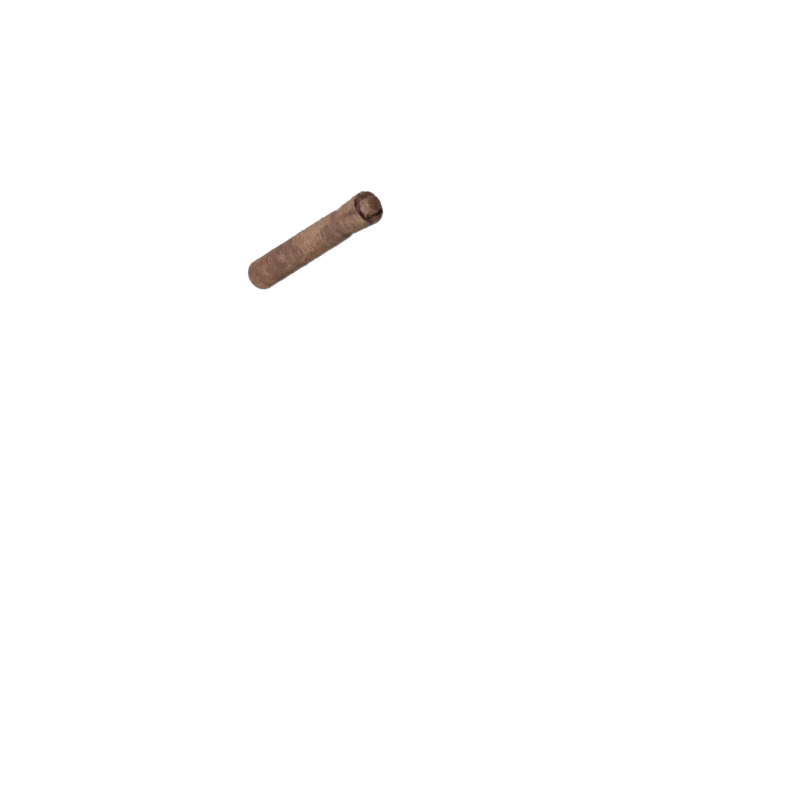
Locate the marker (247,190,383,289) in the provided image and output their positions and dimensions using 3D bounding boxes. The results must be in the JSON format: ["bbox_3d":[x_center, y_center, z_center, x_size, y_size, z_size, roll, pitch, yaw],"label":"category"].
[{"bbox_3d":[-0.049,-0.089,0.623,0.019,0.020,0.121,-2,-12,-37],"label":"marker"}]
